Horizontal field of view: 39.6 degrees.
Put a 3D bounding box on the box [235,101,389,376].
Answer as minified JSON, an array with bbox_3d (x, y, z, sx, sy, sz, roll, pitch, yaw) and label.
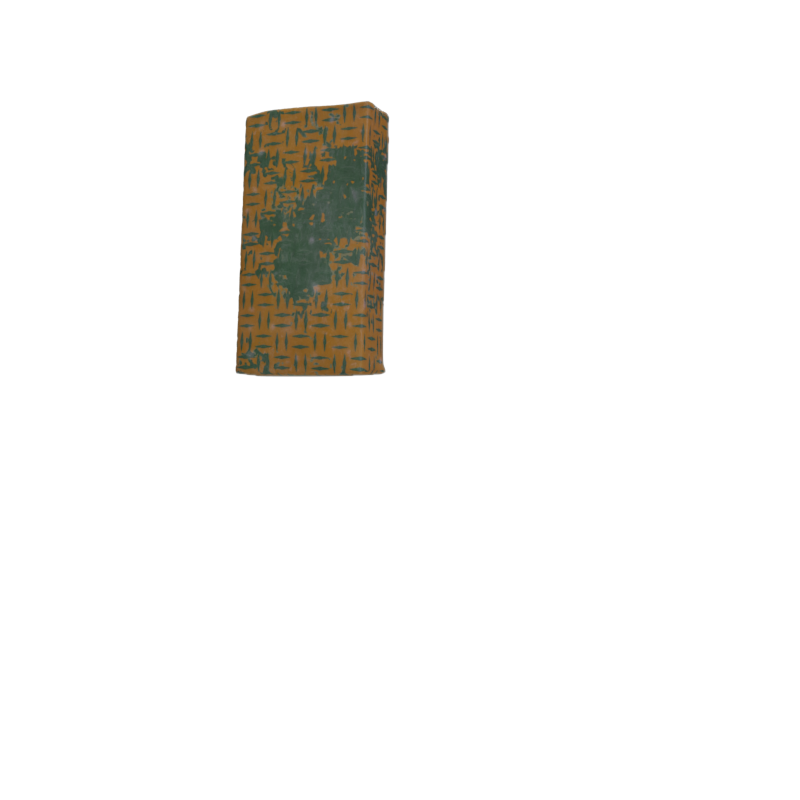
[{"bbox_3d":[-0.057,-0.104,0.730,0.096,0.179,0.046,-3,-7,23],"label":"box"}]
